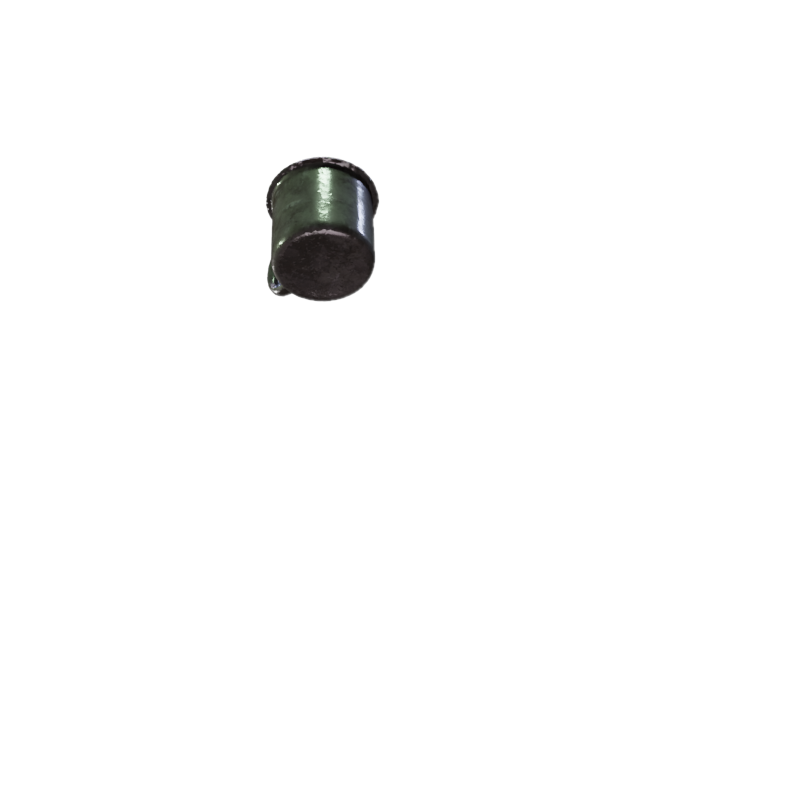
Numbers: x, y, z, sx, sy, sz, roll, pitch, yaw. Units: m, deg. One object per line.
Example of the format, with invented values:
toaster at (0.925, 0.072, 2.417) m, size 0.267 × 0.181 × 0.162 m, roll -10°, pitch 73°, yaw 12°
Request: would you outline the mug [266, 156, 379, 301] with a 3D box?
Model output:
mug at (-0.070, -0.128, 0.893) m, size 0.088 × 0.087 × 0.115 m, roll 31°, pitch -53°, yaw -29°
